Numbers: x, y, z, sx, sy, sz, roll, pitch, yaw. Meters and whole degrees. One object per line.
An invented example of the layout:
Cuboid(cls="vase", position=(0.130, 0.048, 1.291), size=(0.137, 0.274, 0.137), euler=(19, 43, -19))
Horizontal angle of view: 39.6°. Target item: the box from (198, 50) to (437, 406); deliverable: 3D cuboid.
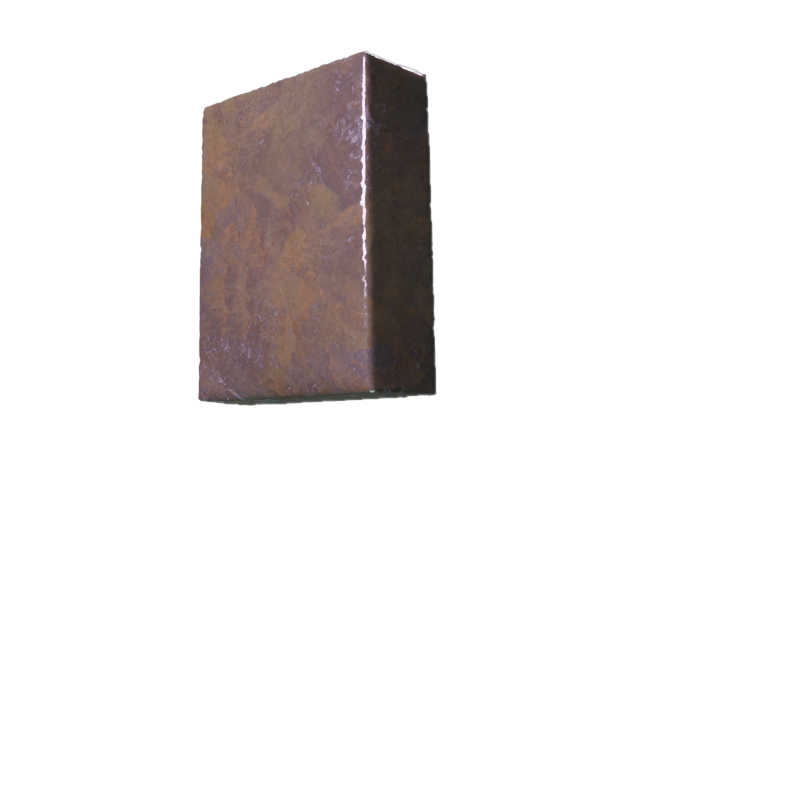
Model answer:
Cuboid(cls="box", position=(-0.059, -0.107, 0.747), size=(0.169, 0.219, 0.068), euler=(-8, -12, 42))
